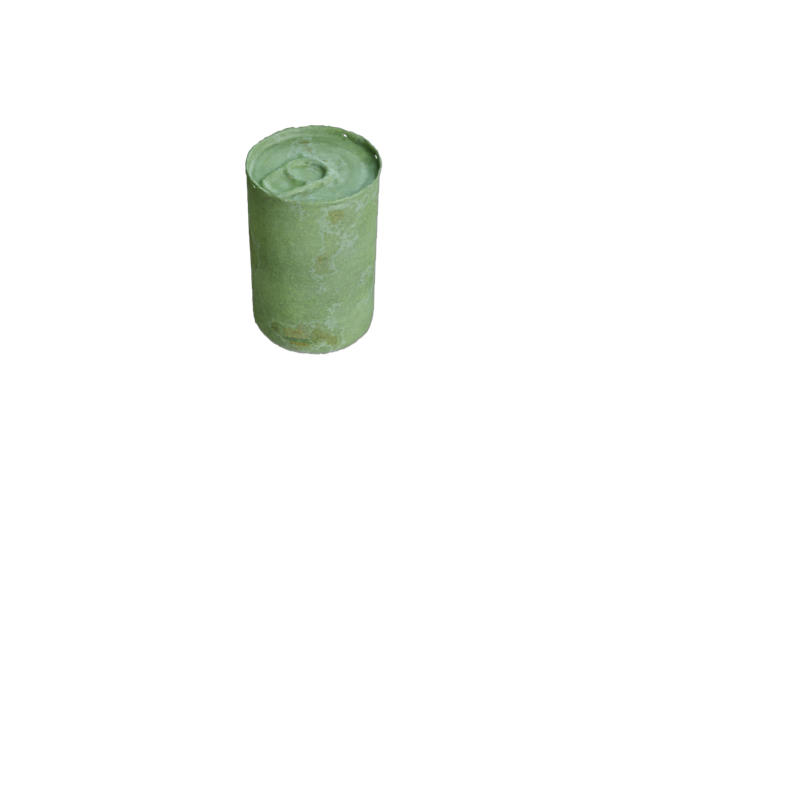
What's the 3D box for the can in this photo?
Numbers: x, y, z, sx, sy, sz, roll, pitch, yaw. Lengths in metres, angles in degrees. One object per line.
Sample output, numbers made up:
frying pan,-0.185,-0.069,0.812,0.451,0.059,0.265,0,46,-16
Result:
can,-0.045,-0.083,0.579,0.068,0.095,0.073,0,42,-3
